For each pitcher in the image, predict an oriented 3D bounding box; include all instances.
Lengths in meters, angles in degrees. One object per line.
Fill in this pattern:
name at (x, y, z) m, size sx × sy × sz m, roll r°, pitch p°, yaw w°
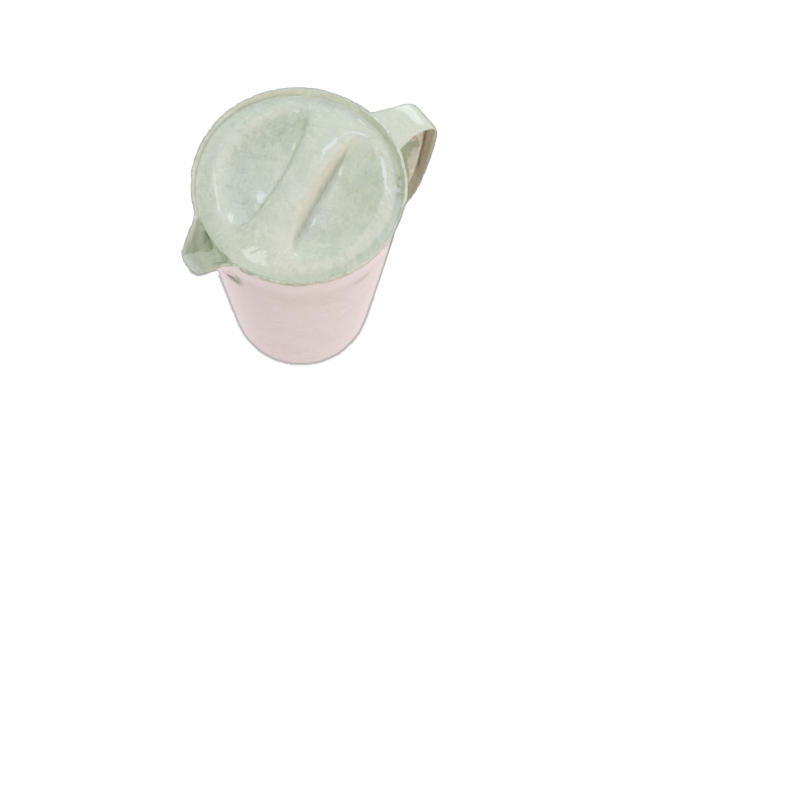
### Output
pitcher at (-0.061, -0.112, 0.785) m, size 0.149 × 0.151 × 0.233 m, roll 8°, pitch -16°, yaw -1°
